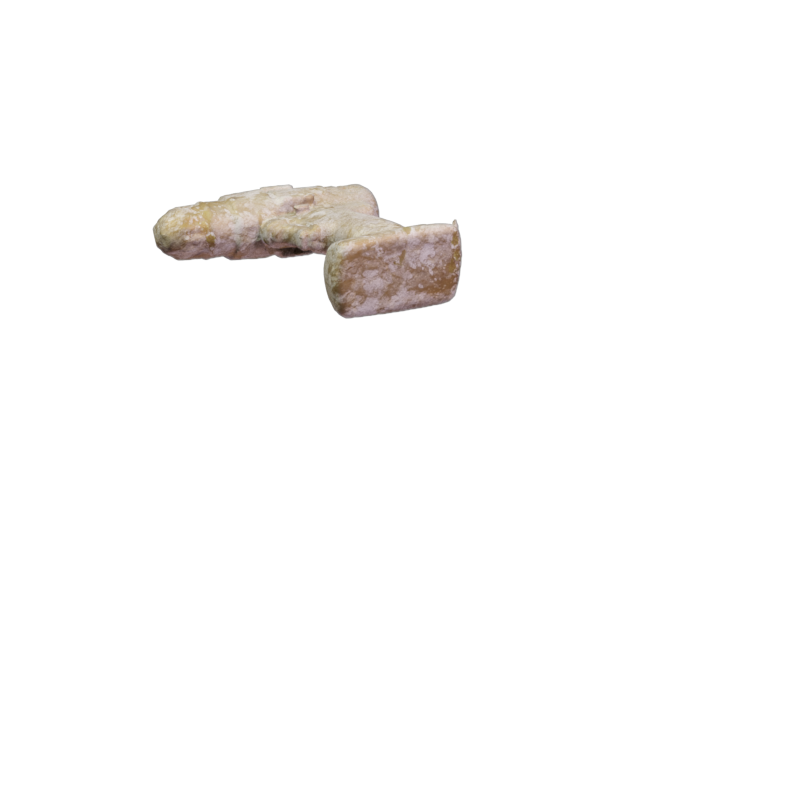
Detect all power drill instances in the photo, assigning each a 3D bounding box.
[{"bbox_3d":[-0.062,-0.113,0.790,0.181,0.055,0.200,-14,27,-29],"label":"power drill"}]
